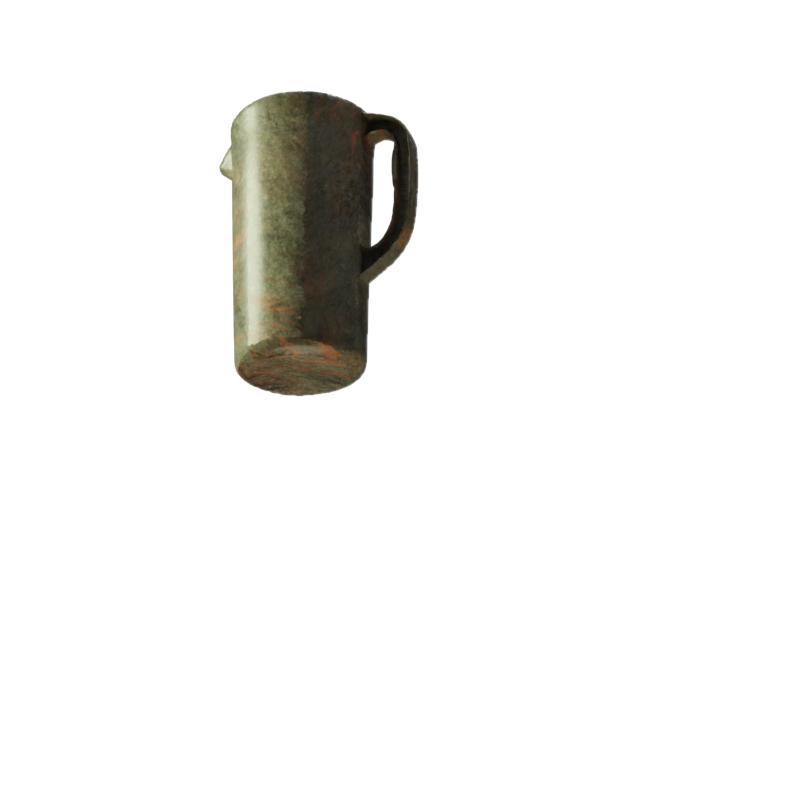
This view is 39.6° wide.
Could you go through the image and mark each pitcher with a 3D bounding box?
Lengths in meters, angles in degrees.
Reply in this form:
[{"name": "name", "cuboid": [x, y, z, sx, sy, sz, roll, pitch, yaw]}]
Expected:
[{"name": "pitcher", "cuboid": [-0.074, -0.135, 0.947, 0.140, 0.258, 0.145, 10, -28, -22]}]
